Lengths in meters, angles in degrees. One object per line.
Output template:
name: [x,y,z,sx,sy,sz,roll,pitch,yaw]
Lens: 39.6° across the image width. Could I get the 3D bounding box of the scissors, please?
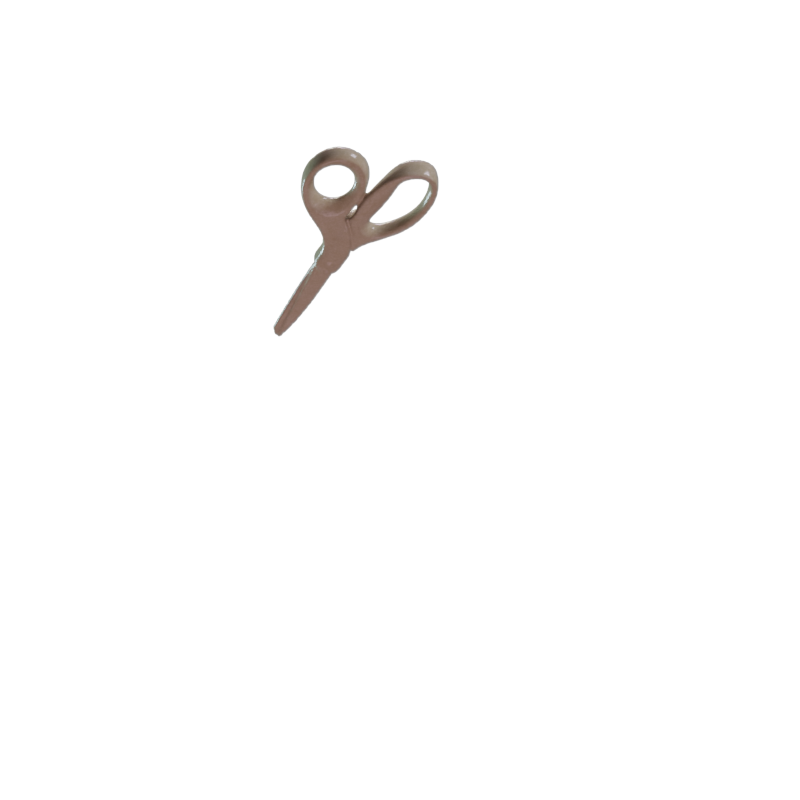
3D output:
scissors: [-0.059,-0.108,0.755,0.091,0.017,0.200,28,-45,-33]
